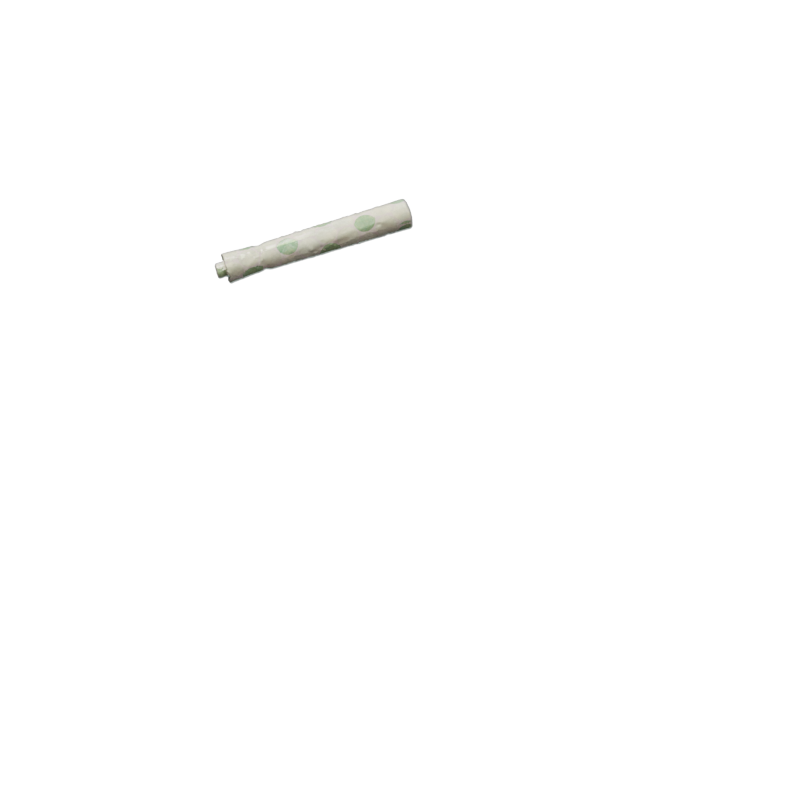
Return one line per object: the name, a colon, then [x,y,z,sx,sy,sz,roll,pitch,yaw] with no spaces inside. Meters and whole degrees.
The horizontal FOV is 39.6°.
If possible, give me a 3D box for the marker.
marker: [-0.052,-0.095,0.663,0.120,0.019,0.020,-18,7,-8]
